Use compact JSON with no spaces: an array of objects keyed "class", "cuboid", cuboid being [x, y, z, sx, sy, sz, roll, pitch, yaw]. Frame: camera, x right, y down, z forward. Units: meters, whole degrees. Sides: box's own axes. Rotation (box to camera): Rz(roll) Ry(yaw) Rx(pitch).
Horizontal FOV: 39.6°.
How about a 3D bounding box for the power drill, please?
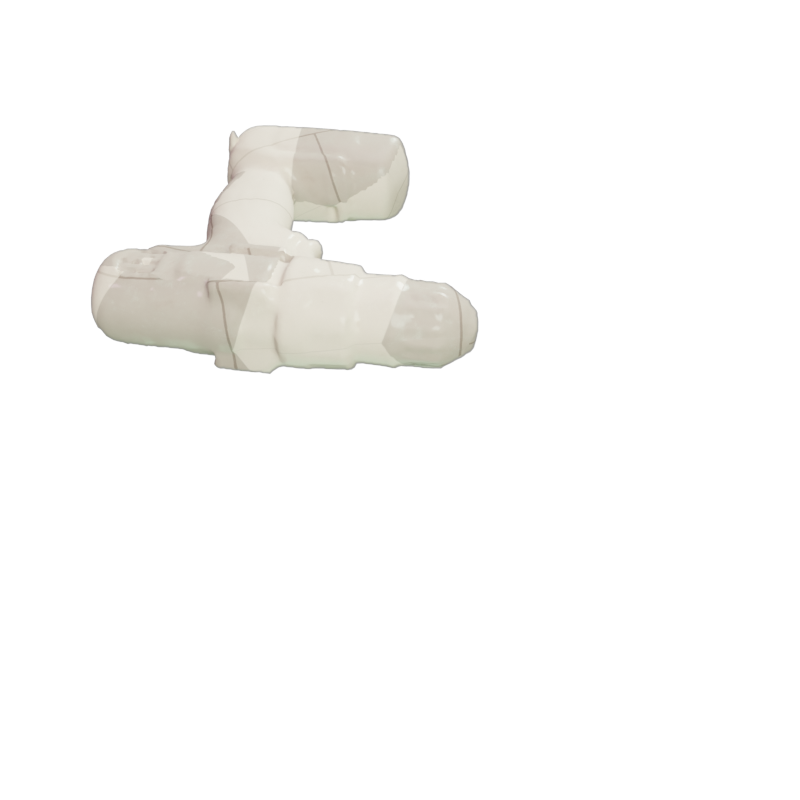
[{"class":"power drill","cuboid":[-0.045,-0.083,0.579,0.187,0.054,0.196,6,33,9]}]
